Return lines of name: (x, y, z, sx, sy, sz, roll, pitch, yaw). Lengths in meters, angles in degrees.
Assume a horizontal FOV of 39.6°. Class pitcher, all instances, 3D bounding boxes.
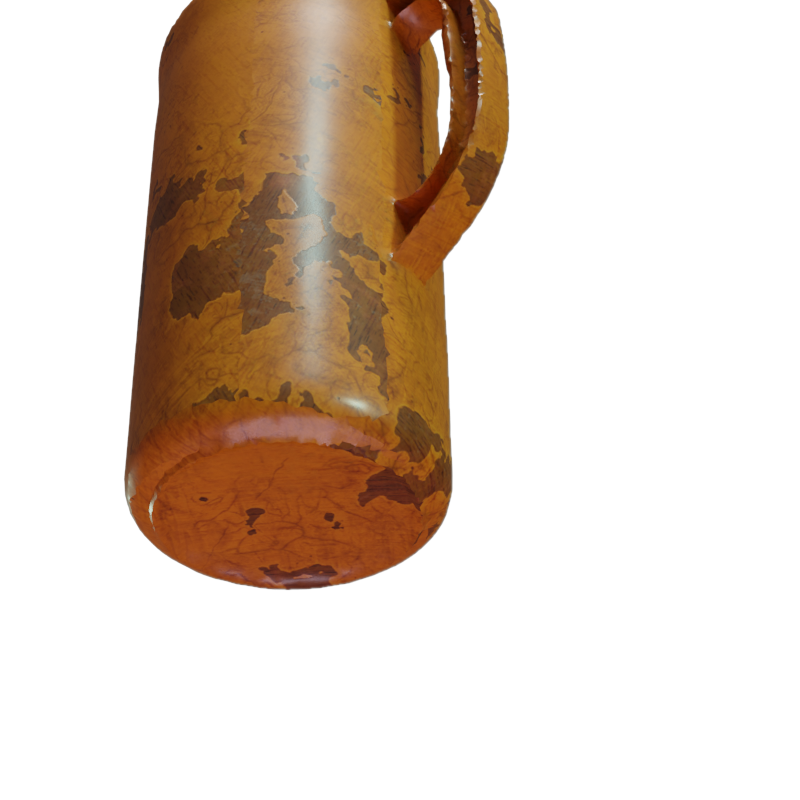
pitcher: (-0.034, -0.062, 0.438, 0.144, 0.261, 0.139, 1, -42, -5)
